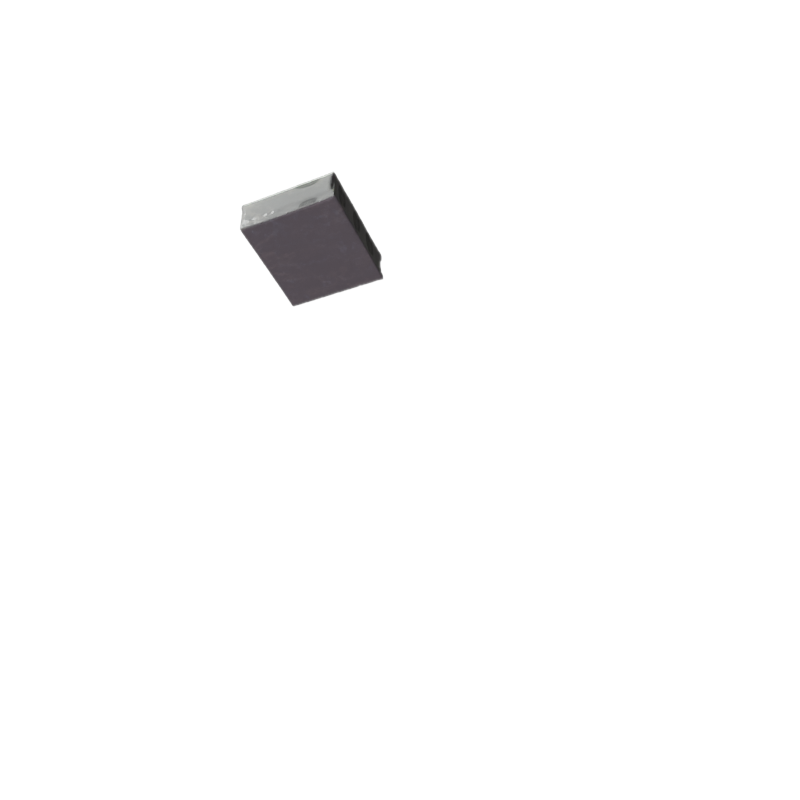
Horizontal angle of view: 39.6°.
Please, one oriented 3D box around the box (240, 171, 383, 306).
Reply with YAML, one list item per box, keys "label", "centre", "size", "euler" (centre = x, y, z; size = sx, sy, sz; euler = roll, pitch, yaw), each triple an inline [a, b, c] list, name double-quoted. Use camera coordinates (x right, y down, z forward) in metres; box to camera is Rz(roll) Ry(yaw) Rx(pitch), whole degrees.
- label: "box"
  centre: [-0.062, -0.113, 0.793]
  size: [0.074, 0.032, 0.082]
  euler: [-17, -46, 17]
